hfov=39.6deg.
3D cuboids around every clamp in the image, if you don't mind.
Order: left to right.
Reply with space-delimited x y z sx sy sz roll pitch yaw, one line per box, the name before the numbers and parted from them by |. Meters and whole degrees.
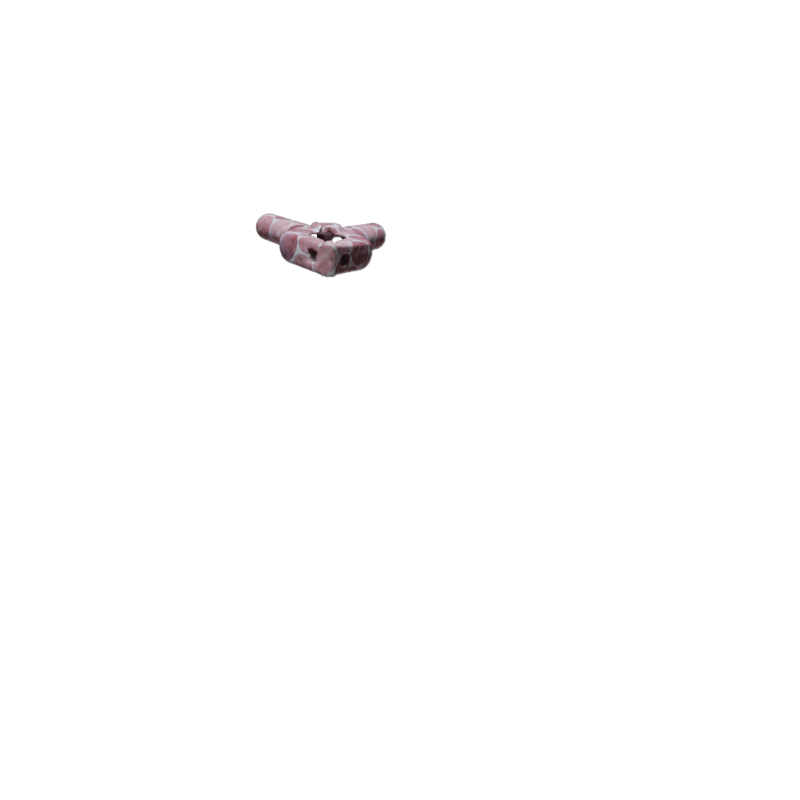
clamp | -0.076 -0.138 0.969 0.121 0.038 0.175 1 14 3
